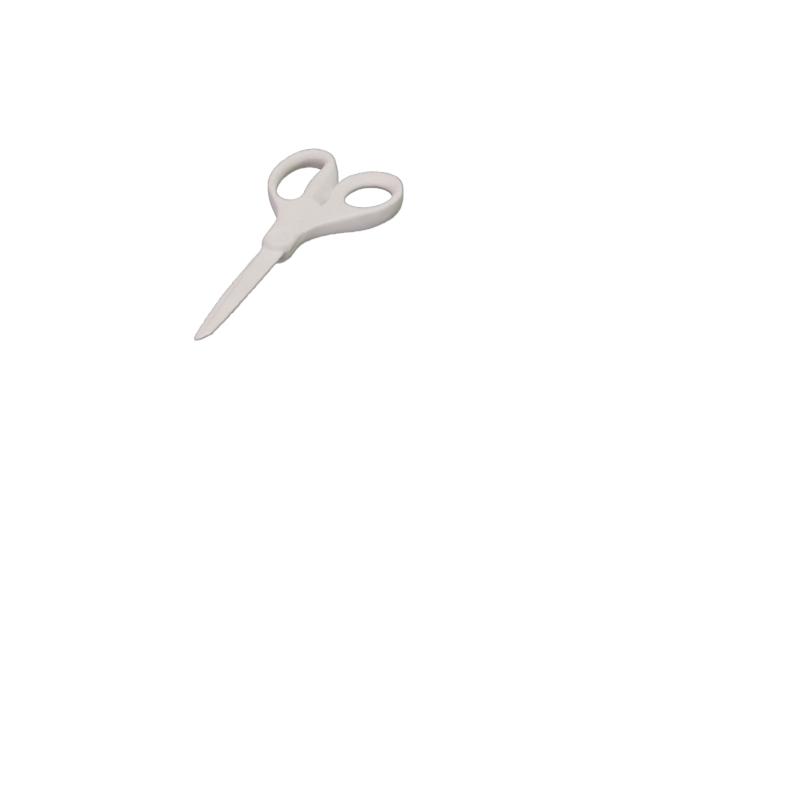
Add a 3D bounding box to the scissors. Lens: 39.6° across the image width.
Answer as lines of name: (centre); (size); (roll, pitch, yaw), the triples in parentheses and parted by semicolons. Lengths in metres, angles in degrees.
scissors: (-0.052, -0.094, 0.658); (0.097, 0.015, 0.214); (4, 40, 4)
